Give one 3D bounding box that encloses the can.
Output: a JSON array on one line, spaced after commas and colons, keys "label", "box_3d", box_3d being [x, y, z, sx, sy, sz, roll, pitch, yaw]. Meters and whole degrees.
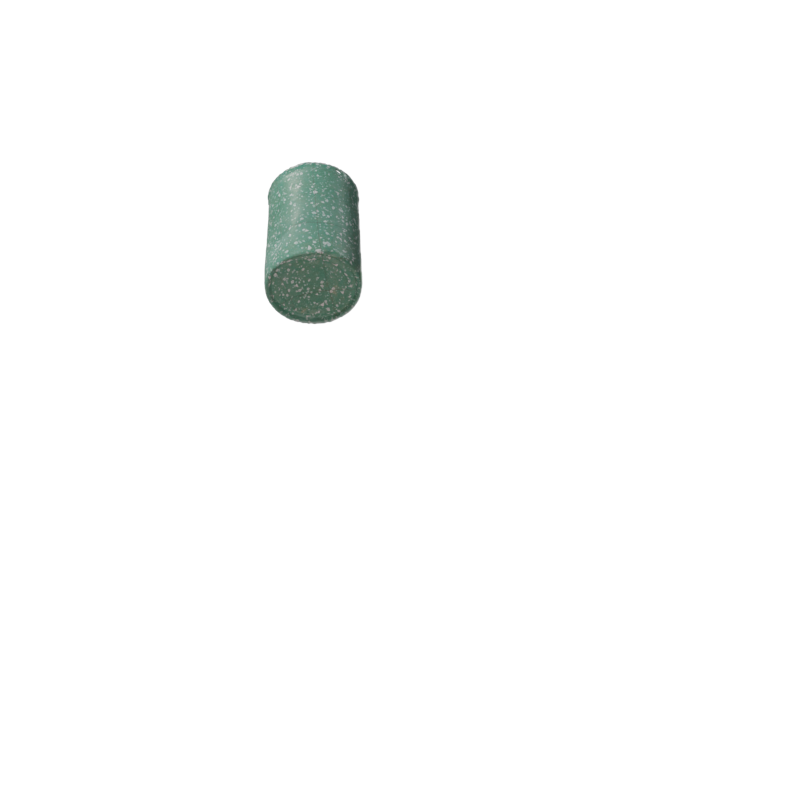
[{"label": "can", "box_3d": [-0.061, -0.112, 0.784, 0.068, 0.064, 0.110, -1, 43, -3]}]
